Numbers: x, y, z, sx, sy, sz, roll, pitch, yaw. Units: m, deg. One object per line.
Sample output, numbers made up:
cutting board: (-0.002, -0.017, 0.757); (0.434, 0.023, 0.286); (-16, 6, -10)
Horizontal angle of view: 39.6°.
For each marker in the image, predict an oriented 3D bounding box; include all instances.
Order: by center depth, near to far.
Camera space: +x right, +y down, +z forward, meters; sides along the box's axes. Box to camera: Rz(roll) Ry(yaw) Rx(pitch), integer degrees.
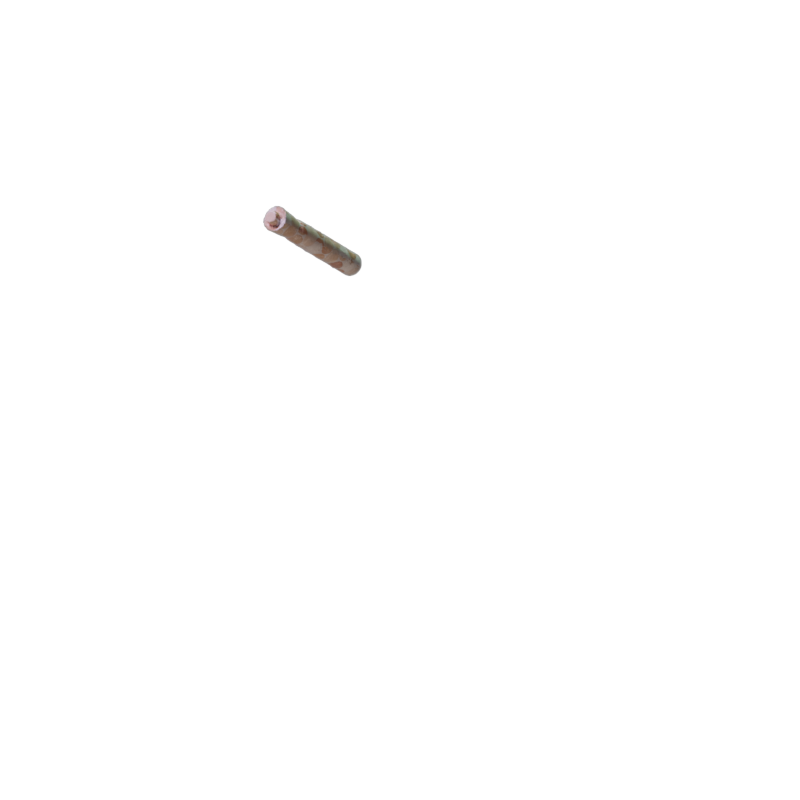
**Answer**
marker: (-0.064, -0.117, 0.818); (0.020, 0.020, 0.114); (3, -10, 29)
